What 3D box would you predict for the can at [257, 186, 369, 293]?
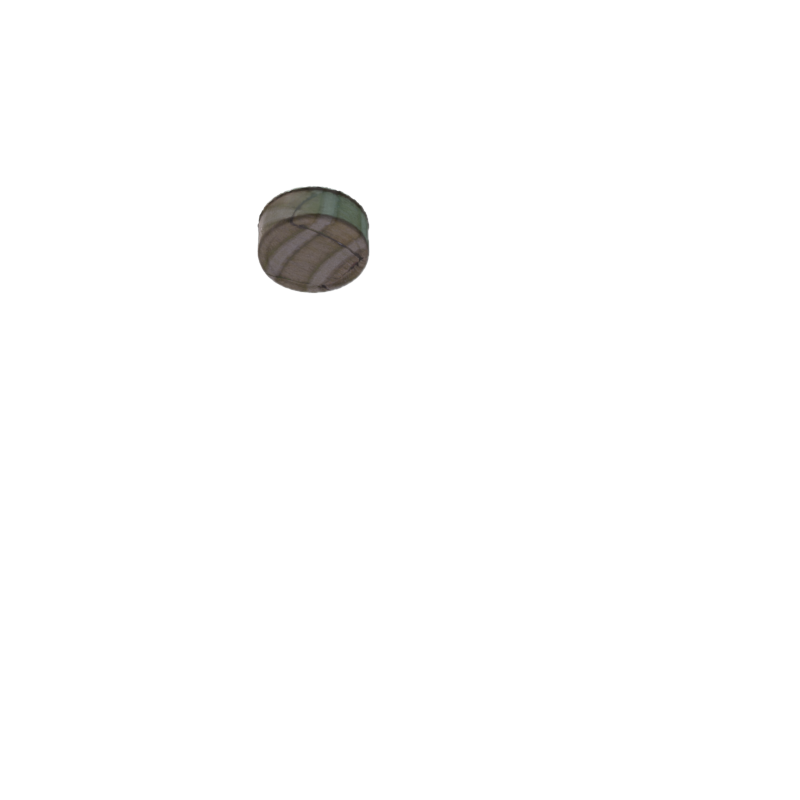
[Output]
[{"bbox_3d":[-0.066,-0.120,0.843,0.086,0.036,0.080,1,-39,-2],"label":"can"}]
